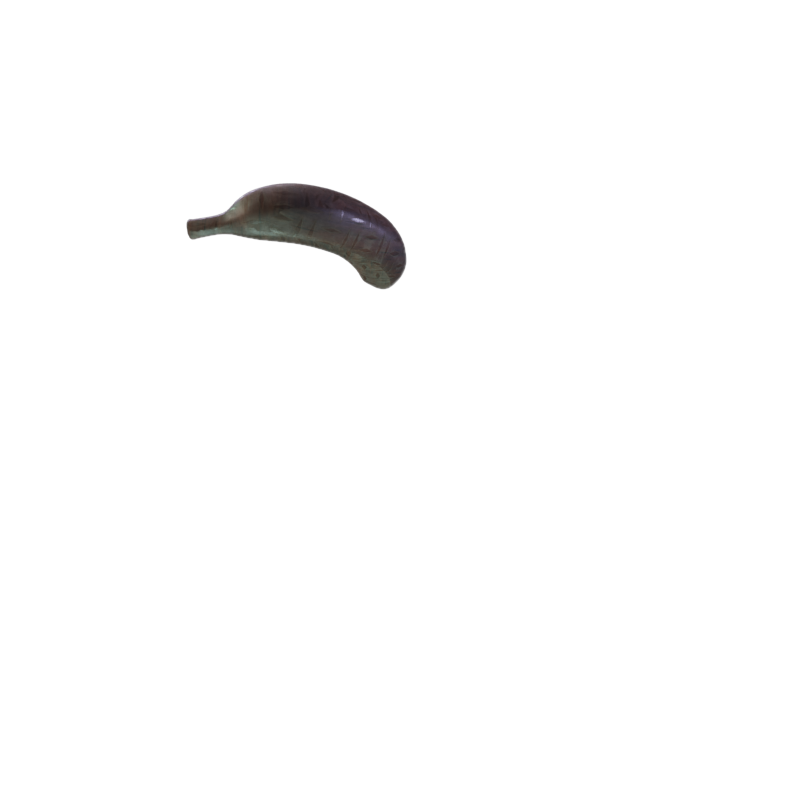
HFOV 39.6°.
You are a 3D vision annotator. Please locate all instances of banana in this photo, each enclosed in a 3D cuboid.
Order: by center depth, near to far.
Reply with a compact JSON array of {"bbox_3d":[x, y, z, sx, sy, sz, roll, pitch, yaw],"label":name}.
[{"bbox_3d":[-0.043,-0.104,0.697,0.071,0.038,0.187,-8,-11,36],"label":"banana"}]
